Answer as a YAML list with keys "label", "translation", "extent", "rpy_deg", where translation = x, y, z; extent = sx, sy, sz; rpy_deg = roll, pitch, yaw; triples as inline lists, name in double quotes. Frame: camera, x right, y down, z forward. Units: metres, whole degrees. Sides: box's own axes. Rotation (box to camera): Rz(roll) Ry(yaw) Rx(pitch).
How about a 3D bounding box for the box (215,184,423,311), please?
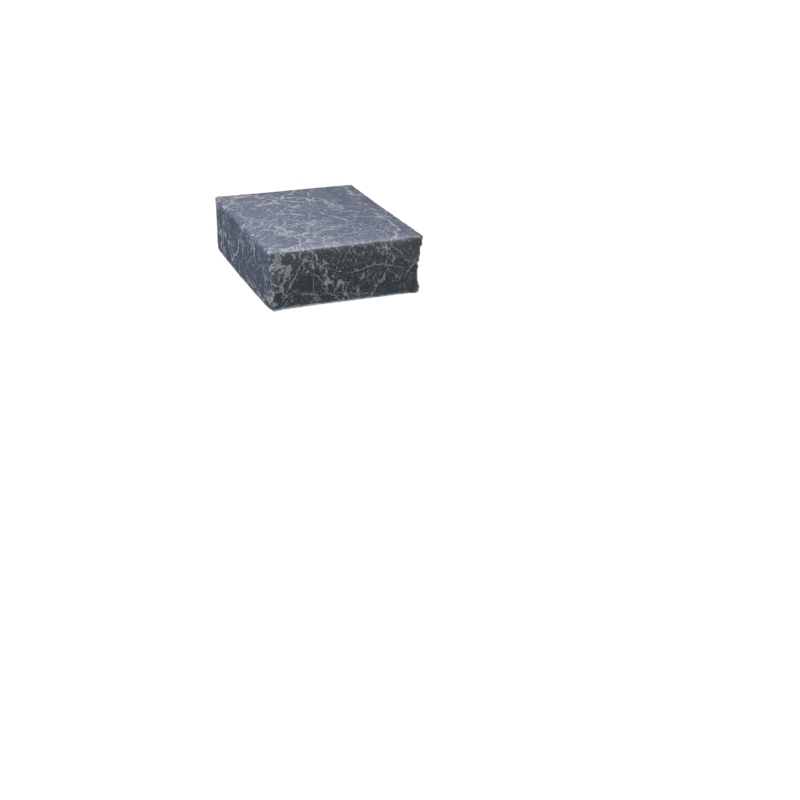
- label: "box"
  translation: [-0.050, -0.092, 0.642]
  extent: [0.088, 0.037, 0.122]
  rpy_deg: [-10, 29, -19]
